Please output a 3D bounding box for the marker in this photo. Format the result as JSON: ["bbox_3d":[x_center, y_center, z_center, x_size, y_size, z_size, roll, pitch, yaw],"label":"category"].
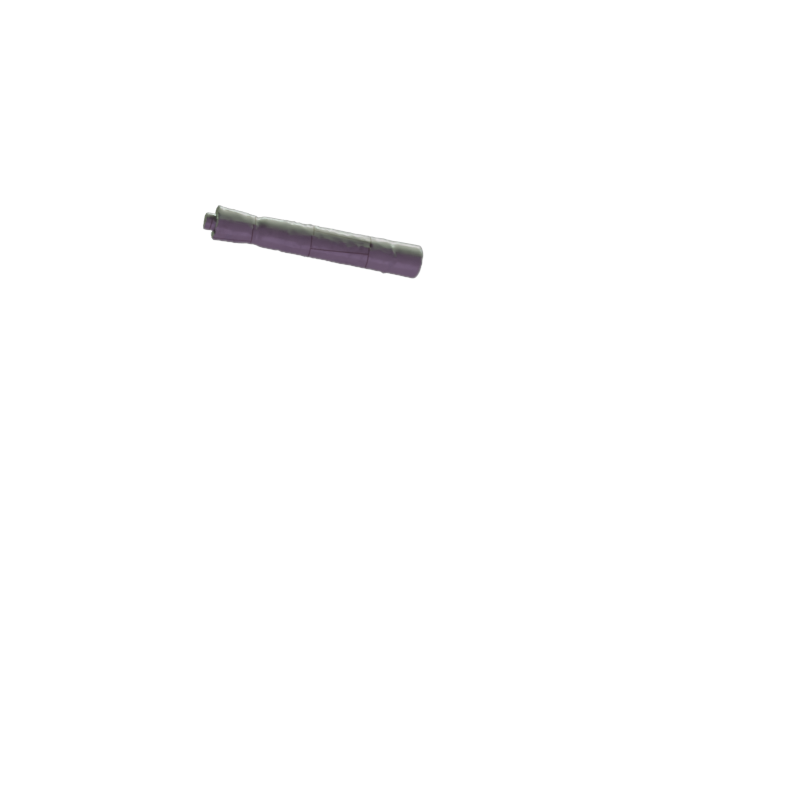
[{"bbox_3d":[-0.047,-0.086,0.603,0.118,0.020,0.020,9,2,-12],"label":"marker"}]
